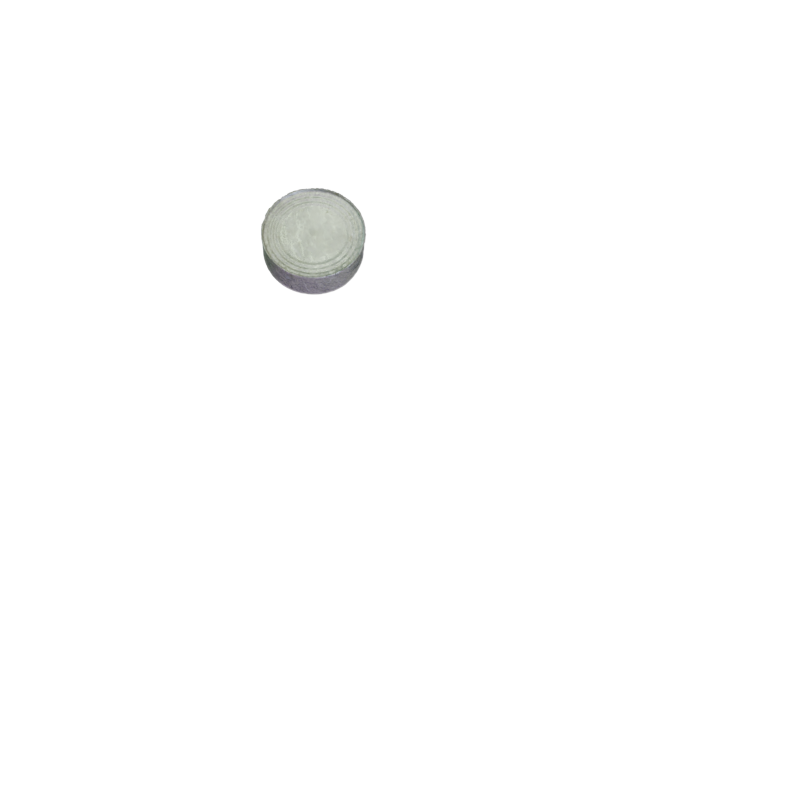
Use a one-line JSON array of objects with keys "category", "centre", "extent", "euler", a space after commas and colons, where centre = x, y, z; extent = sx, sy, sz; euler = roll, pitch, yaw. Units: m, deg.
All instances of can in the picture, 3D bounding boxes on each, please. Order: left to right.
[{"category": "can", "centre": [-0.072, -0.131, 0.918], "extent": [0.086, 0.091, 0.032], "euler": [-1, -28, -1]}]
